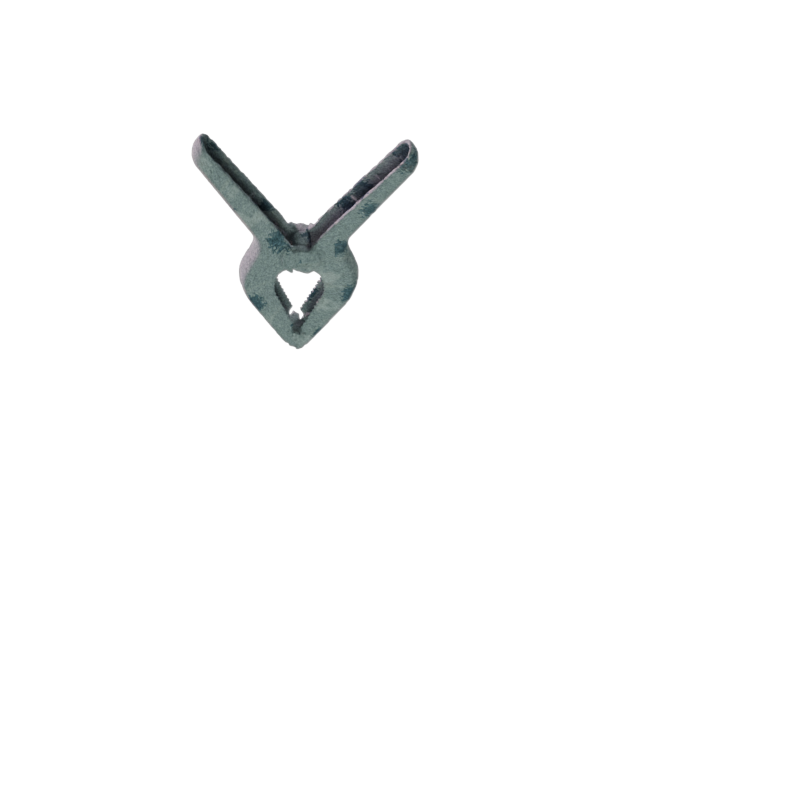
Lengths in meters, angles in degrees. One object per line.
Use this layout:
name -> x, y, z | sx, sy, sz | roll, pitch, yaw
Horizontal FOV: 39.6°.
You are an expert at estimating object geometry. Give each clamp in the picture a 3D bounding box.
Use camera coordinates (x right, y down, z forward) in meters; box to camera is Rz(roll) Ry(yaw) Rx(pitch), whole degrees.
clamp -> -0.068, -0.123, 0.862 | 0.165, 0.195, 0.039 | -2, 44, 1
